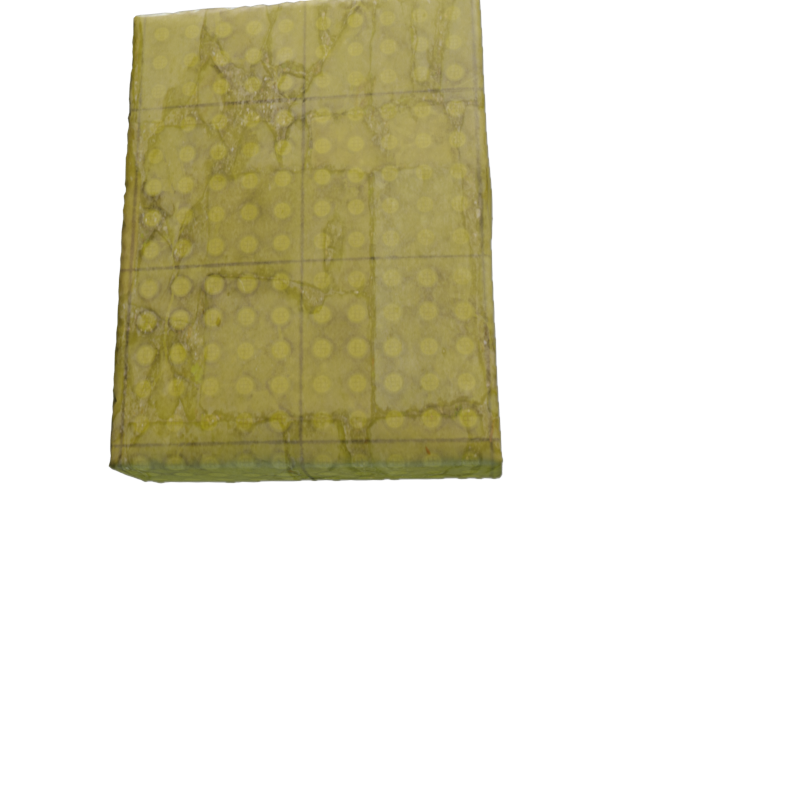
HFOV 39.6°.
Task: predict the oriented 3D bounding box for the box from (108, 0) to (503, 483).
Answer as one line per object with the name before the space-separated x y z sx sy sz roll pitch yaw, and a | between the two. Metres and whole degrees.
box | -0.040 -0.072 0.507 0.166 0.223 0.068 -3 -17 7
